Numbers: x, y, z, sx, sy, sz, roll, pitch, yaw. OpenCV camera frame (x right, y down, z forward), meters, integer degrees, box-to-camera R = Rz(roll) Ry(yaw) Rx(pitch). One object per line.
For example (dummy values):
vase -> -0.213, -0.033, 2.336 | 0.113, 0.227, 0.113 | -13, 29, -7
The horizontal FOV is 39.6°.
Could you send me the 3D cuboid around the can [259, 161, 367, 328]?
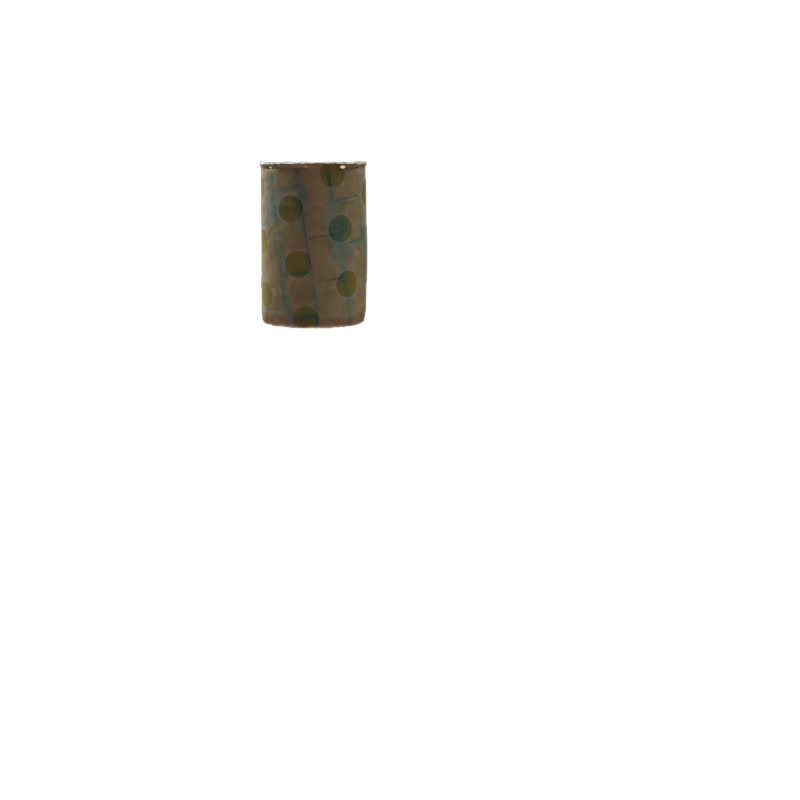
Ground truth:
can -> -0.055, -0.101, 0.705 | 0.068, 0.101, 0.070 | 0, 7, -2
